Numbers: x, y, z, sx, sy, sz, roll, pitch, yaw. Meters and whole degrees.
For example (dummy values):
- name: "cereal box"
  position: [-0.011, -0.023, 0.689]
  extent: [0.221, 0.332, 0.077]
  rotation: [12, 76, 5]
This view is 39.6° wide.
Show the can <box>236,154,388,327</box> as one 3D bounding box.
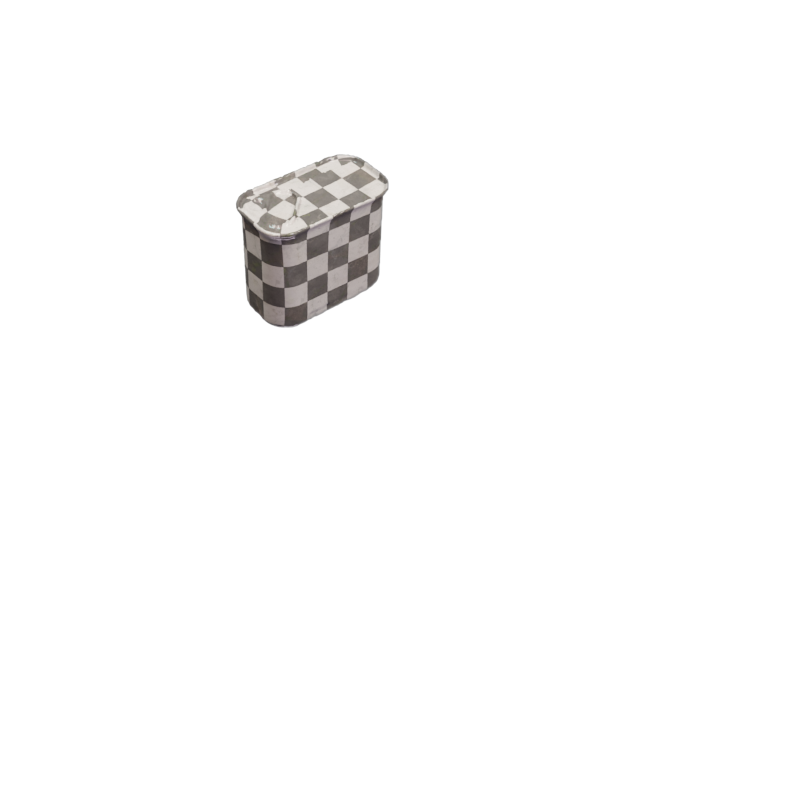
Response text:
- name: "can"
  position: [-0.059, -0.108, 0.757]
  extent: [0.102, 0.078, 0.062]
  rotation: [-28, 50, -28]
